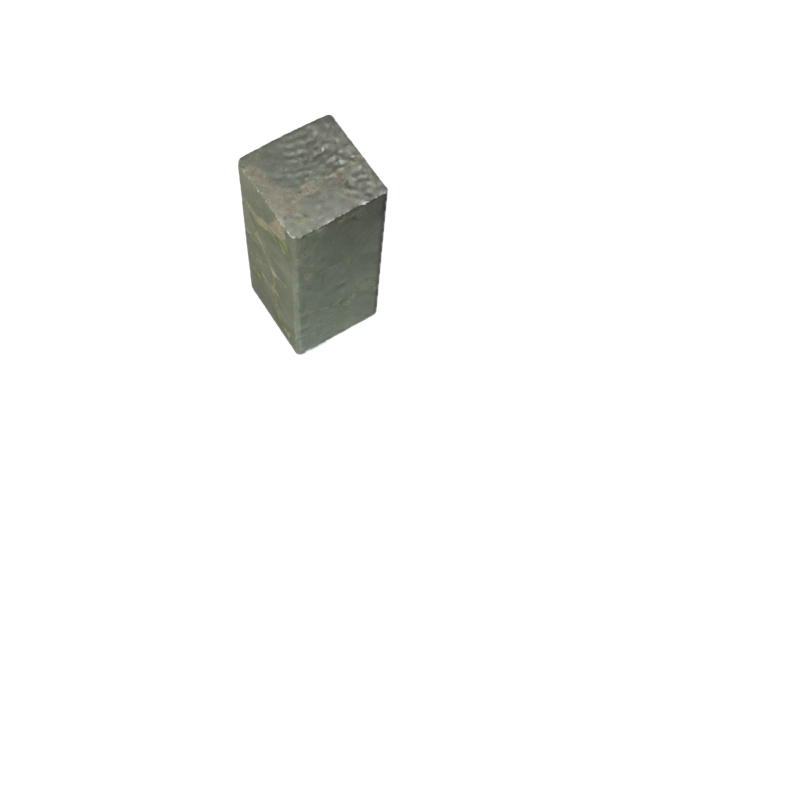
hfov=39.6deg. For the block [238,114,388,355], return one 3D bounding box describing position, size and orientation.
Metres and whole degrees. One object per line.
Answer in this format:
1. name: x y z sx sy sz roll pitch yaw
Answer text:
1. block: -0.075 -0.136 0.953 0.090 0.096 0.195 -29 -20 -16
